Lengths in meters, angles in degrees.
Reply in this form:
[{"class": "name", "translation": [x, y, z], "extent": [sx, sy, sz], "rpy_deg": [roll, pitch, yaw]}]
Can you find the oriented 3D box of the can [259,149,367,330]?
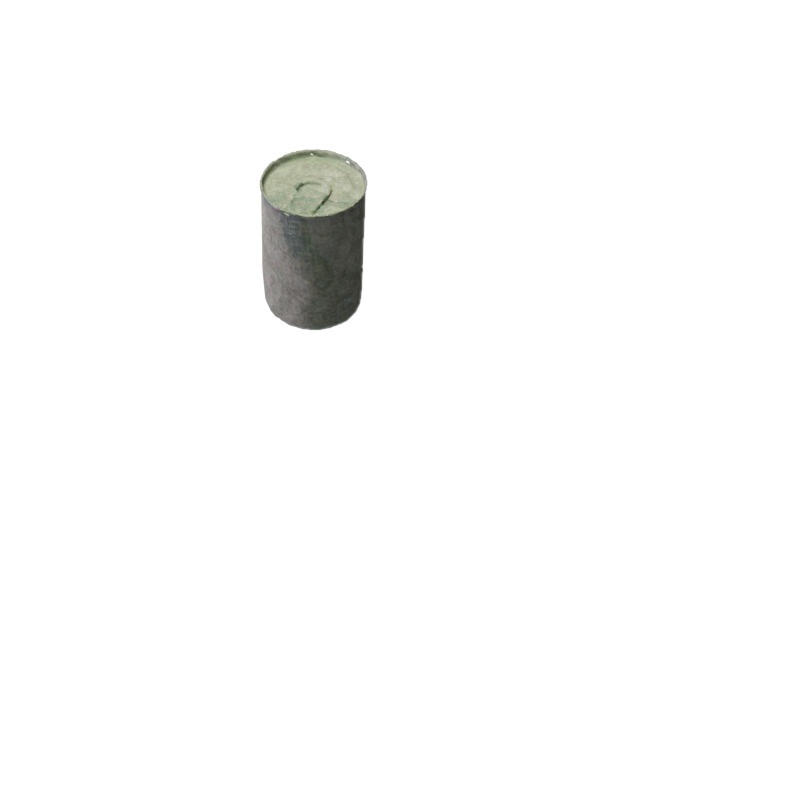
[{"class": "can", "translation": [-0.057, -0.104, 0.731], "extent": [0.068, 0.074, 0.095], "rpy_deg": [0, -45, -3]}]
